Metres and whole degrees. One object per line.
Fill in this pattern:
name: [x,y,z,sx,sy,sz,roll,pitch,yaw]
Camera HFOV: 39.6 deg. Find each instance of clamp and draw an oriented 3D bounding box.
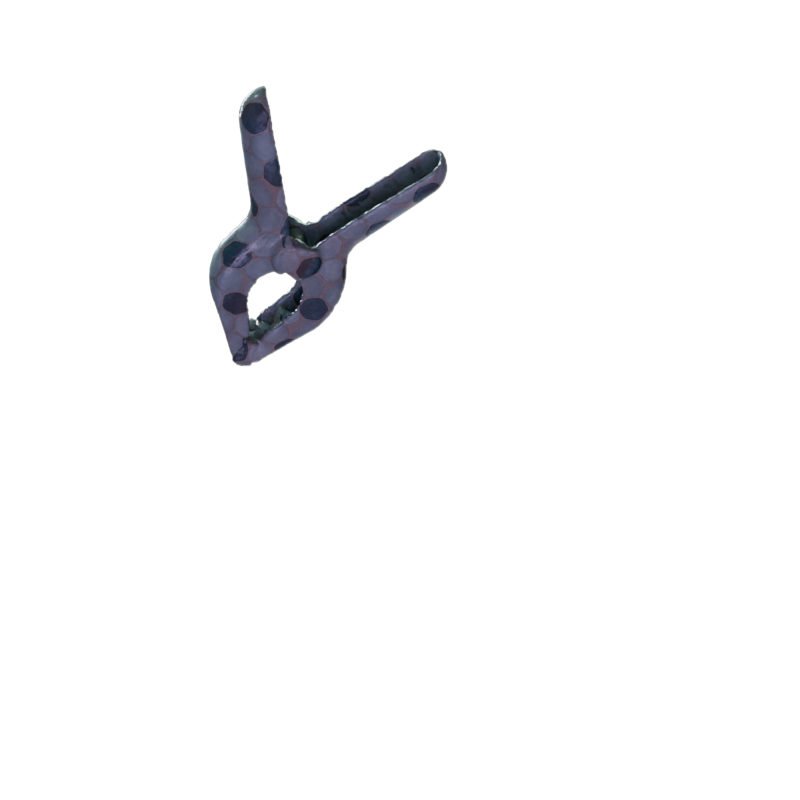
clamp: [-0.049,-0.090,0.631,0.118,0.163,0.042,14,35,-11]
